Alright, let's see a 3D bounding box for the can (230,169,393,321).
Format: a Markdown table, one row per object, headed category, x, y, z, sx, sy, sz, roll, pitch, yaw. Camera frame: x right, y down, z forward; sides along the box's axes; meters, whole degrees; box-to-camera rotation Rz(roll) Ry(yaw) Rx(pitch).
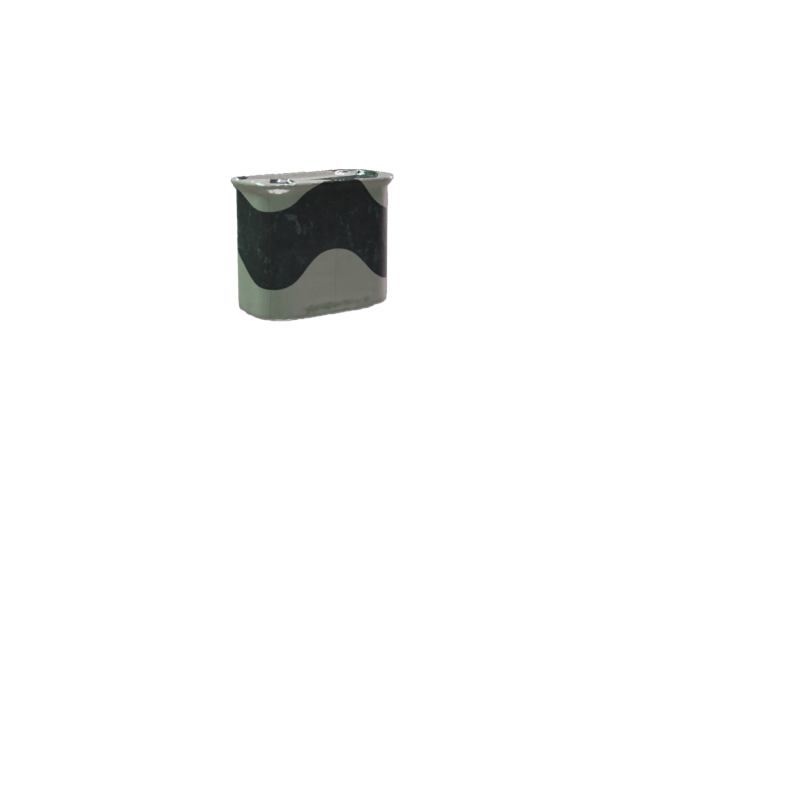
| category | x | y | z | sx | sy | sz | roll | pitch | yaw |
| --- | --- | --- | --- | --- | --- | --- | --- | --- | --- |
| can | -0.055 | -0.099 | 0.696 | 0.099 | 0.082 | 0.061 | -10 | 16 | -36 |
